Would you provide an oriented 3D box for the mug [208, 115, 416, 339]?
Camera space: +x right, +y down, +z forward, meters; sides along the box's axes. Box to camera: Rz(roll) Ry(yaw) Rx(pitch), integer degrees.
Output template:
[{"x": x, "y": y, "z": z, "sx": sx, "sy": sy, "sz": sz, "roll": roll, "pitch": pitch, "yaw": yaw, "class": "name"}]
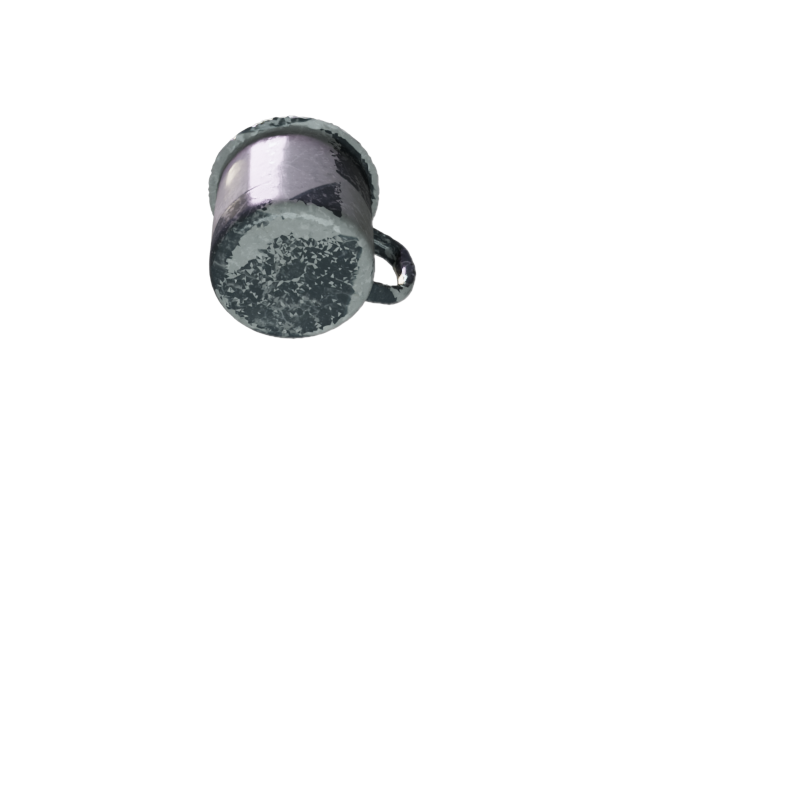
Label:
[{"x": -0.045, "y": -0.082, "z": 0.571, "sx": 0.113, "sy": 0.090, "sz": 0.087, "roll": 24, "pitch": 33, "yaw": -19, "class": "mug"}]
